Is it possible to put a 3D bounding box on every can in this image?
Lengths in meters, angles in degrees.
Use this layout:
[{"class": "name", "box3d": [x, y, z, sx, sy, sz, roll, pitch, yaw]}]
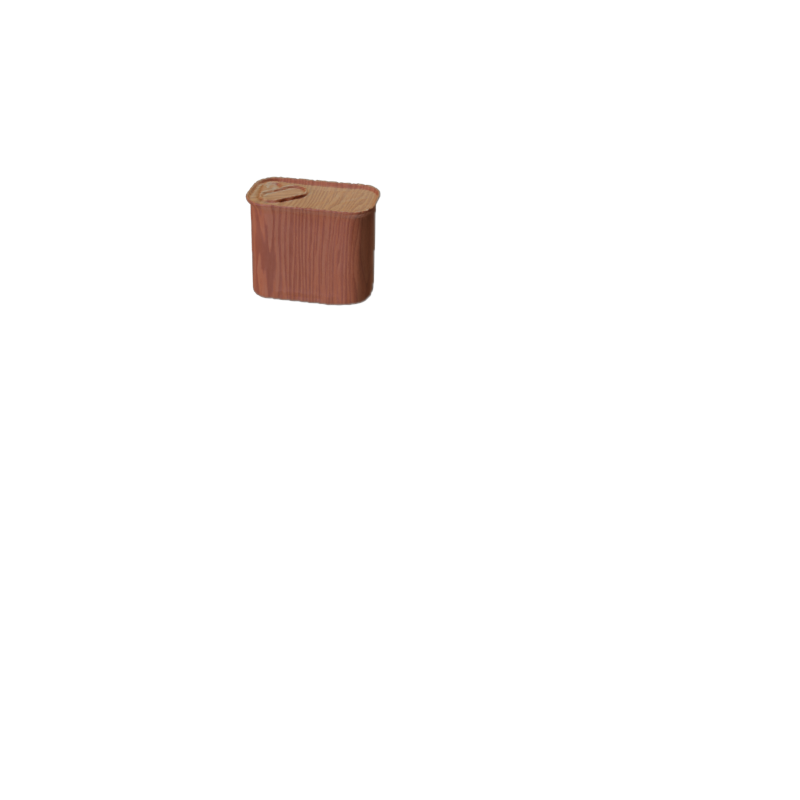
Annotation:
[{"class": "can", "box3d": [-0.069, -0.125, 0.876, 0.104, 0.079, 0.060, 7, 29, 10]}]
